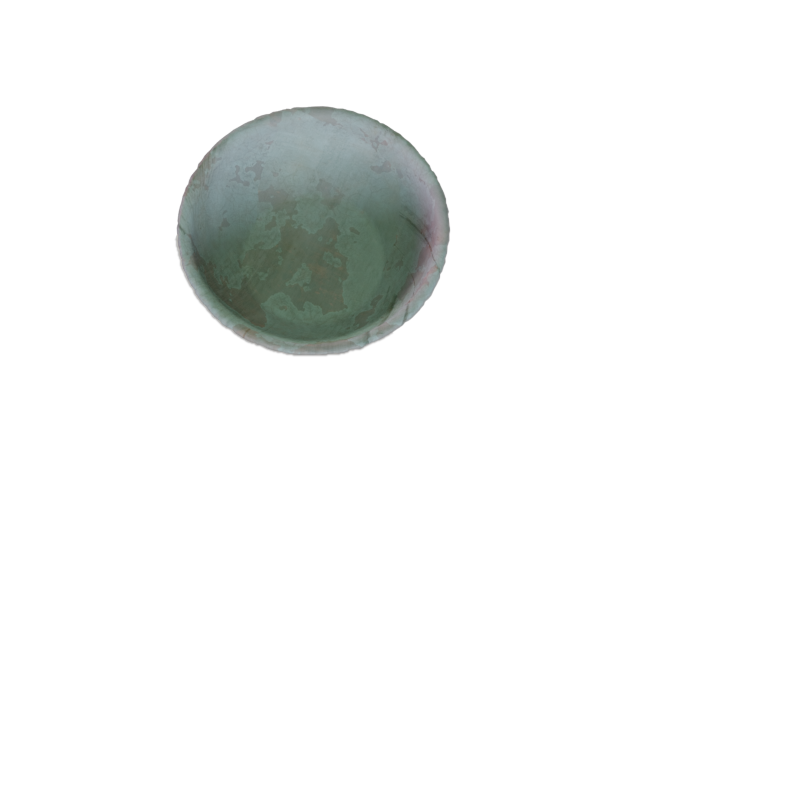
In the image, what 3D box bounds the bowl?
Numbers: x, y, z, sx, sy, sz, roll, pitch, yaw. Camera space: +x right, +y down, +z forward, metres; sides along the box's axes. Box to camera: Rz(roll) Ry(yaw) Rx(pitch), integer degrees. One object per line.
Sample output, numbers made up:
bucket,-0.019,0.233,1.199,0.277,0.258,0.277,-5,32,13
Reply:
bowl,-0.053,-0.097,0.677,0.162,0.170,0.052,-1,-22,-1
